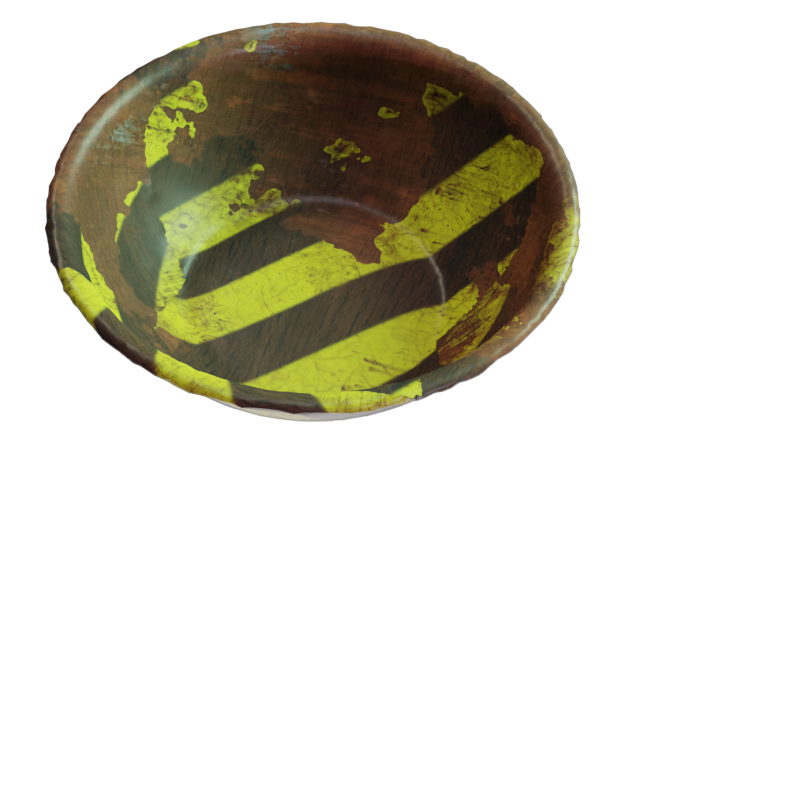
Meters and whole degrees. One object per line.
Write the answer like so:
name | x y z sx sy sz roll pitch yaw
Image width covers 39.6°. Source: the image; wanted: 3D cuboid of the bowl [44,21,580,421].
bowl | -0.028 -0.051 0.356 0.162 0.174 0.051 -1 -38 -1
